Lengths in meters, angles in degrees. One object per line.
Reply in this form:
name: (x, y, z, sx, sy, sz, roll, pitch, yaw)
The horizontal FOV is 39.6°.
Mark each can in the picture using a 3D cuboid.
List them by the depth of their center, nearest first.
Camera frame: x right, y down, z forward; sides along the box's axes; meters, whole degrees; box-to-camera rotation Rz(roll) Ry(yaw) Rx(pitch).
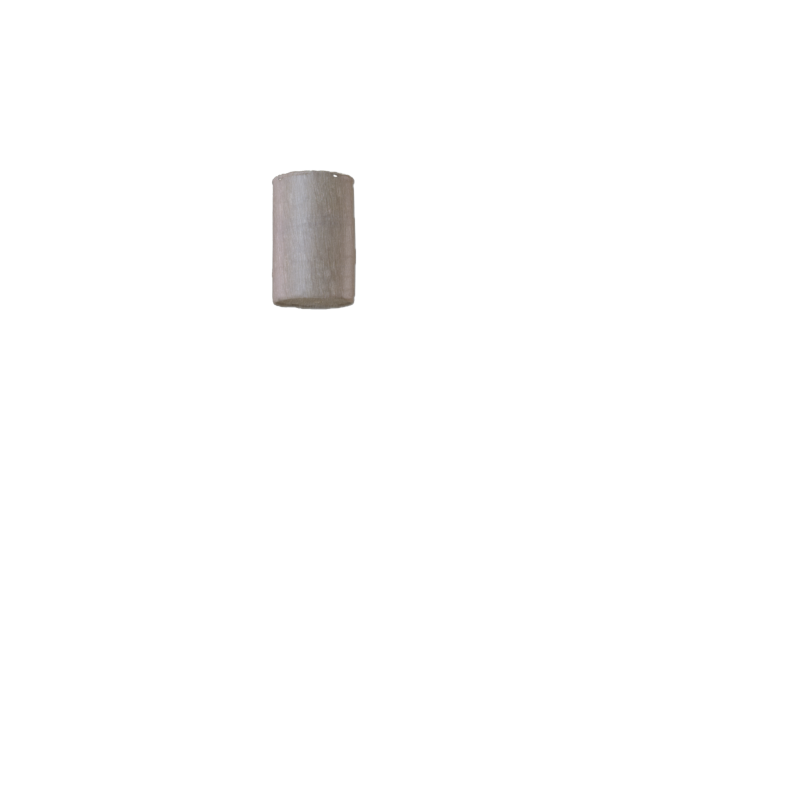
can: (-0.070, -0.128, 0.897, 0.068, 0.105, 0.067, 0, -9, -2)
